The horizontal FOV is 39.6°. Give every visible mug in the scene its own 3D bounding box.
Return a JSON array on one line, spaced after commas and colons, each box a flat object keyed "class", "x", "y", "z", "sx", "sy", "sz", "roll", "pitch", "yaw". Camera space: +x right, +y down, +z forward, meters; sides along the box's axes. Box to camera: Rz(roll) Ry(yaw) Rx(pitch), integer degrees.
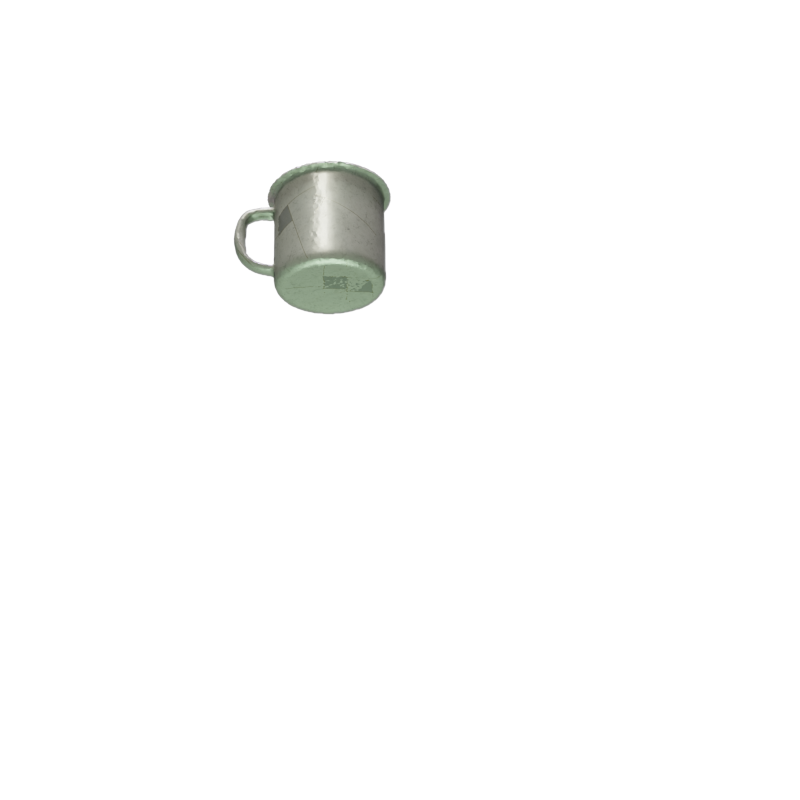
[{"class": "mug", "x": -0.064, "y": -0.117, "z": 0.818, "sx": 0.116, "sy": 0.087, "sz": 0.088, "roll": 2, "pitch": -29, "yaw": -5}]
